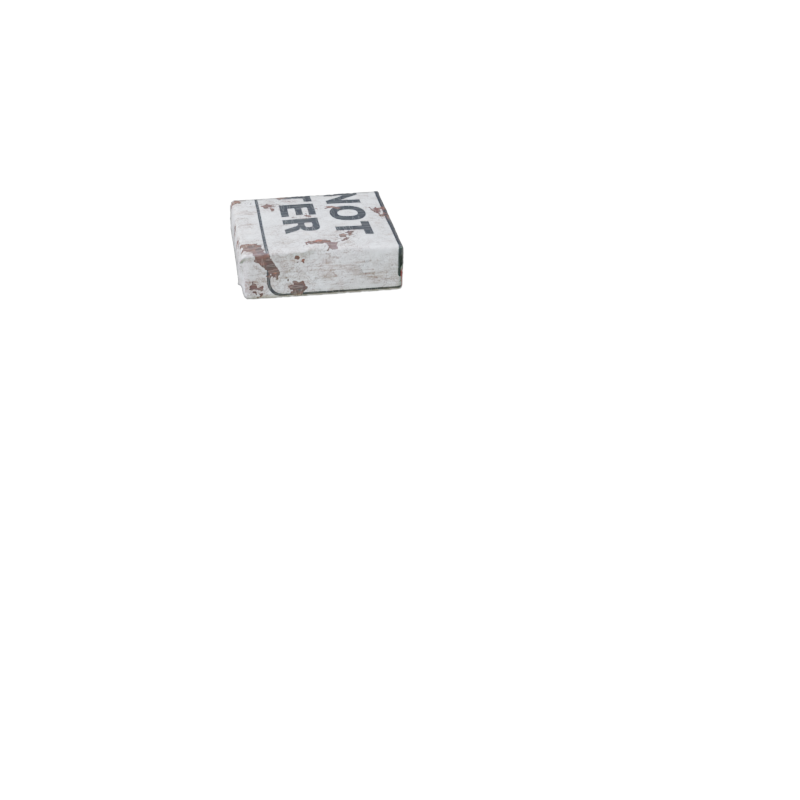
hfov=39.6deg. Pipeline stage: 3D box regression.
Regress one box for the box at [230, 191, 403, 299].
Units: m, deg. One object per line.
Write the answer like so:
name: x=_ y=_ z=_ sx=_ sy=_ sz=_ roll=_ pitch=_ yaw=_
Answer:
box: x=-0.049 y=-0.088 z=0.619 sx=0.088 sy=0.028 sz=0.078 roll=-5 pitch=32 yaw=-8
